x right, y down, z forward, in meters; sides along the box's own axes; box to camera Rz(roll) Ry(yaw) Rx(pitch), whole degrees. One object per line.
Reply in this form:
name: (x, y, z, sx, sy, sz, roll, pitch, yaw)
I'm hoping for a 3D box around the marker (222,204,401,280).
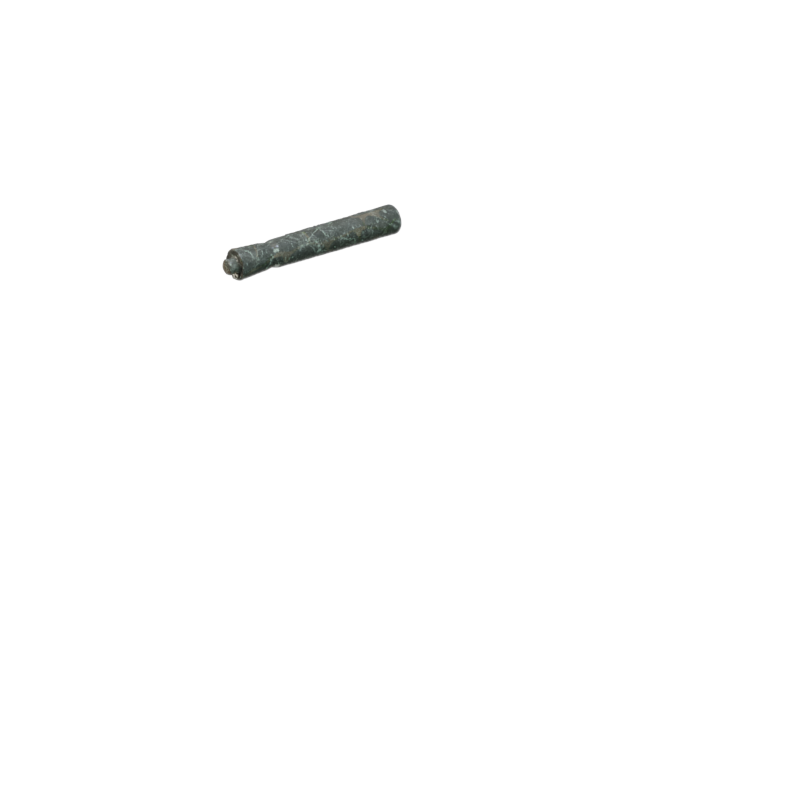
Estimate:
marker: (-0.051, -0.093, 0.654, 0.119, 0.019, 0.021, -22, 16, -33)
